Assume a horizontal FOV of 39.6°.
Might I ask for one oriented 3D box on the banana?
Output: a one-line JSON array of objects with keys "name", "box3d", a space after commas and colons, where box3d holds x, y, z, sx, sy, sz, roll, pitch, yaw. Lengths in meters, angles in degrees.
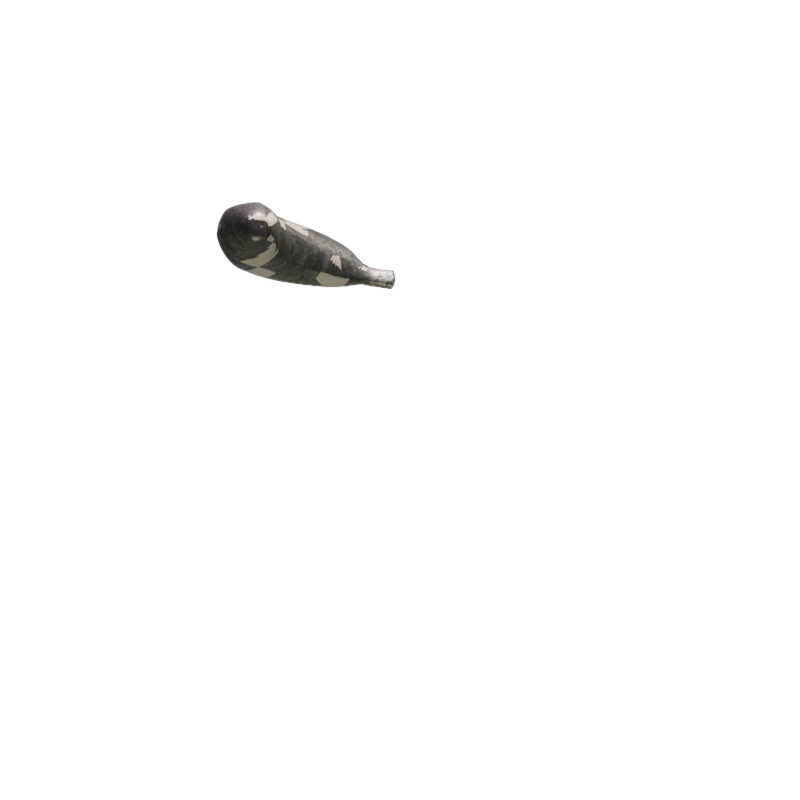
[{"name": "banana", "box3d": [-0.067, -0.093, 0.663, 0.071, 0.037, 0.190, -1, -2, 21]}]
